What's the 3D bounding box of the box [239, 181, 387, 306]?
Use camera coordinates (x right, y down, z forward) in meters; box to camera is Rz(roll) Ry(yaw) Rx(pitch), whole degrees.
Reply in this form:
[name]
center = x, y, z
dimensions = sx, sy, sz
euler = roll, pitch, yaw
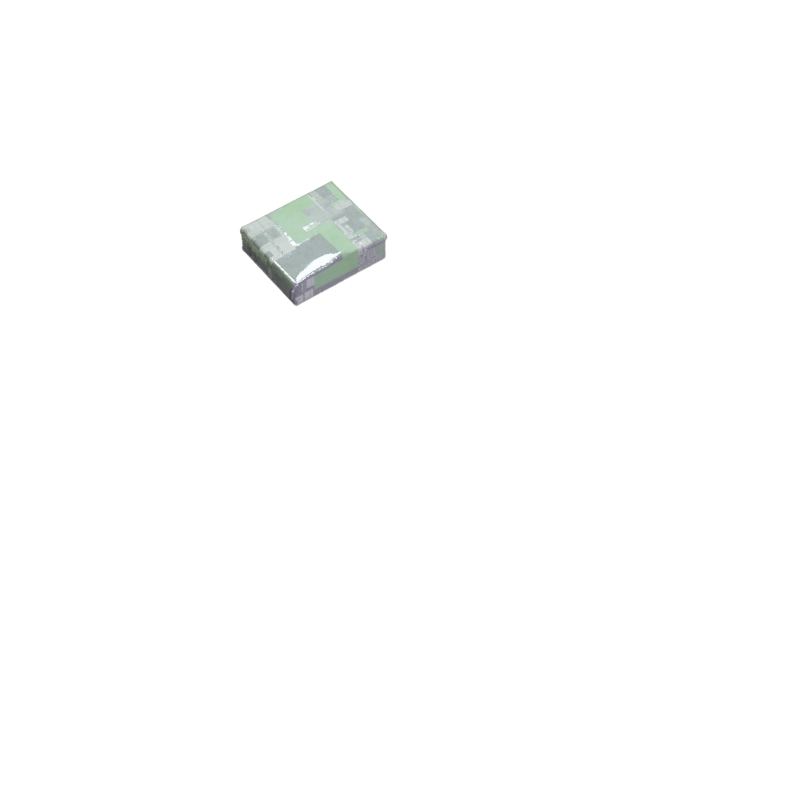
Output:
[box]
center = -0.067, -0.121, 0.849
dimensions = 0.089, 0.028, 0.078
euler = -30, 57, -23
